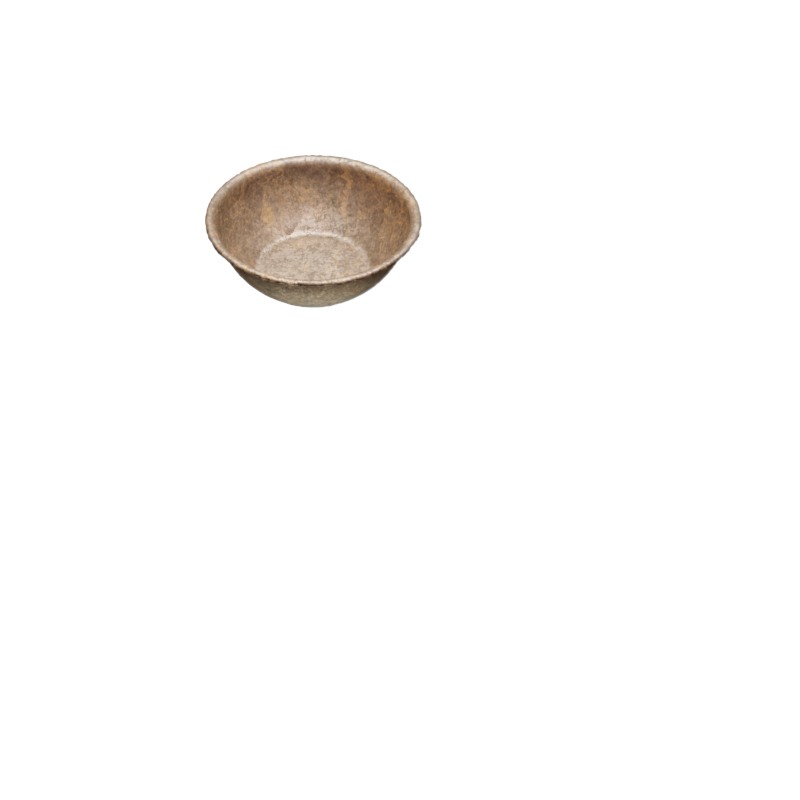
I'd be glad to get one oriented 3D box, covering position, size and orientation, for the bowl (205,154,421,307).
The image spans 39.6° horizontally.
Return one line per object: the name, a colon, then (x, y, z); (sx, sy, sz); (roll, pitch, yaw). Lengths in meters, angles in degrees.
bowl: (-0.066, -0.120, 0.843); (0.162, 0.051, 0.174); (-1, 43, -1)
